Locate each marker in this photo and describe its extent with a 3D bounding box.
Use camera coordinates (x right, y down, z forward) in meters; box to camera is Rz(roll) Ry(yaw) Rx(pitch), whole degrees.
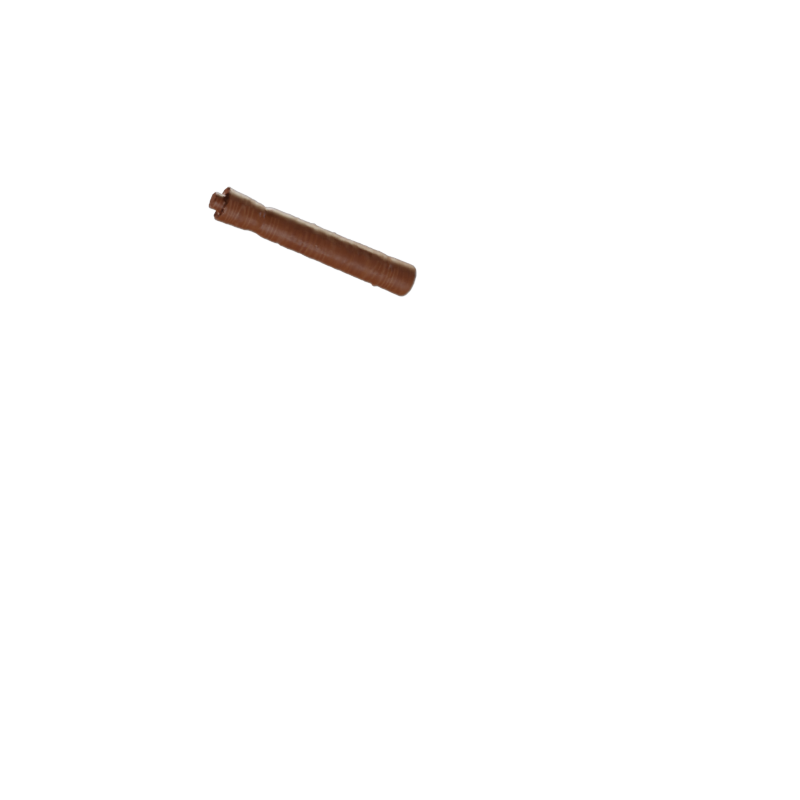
[{"bbox_3d":[-0.046,-0.085,0.593,0.116,0.020,0.020,20,-4,-21],"label":"marker"}]
